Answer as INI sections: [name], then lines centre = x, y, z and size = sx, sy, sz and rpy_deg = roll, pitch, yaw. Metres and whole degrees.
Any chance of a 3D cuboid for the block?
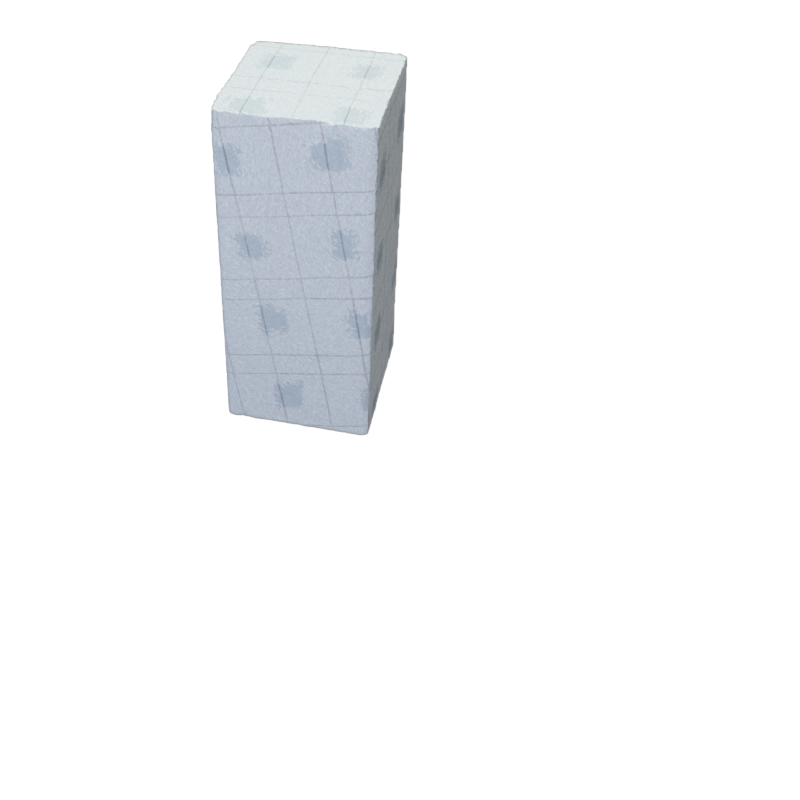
[block]
centre = -0.051, -0.092, 0.641
size = 0.091, 0.193, 0.096
rpy_deg = 8, 38, 7
